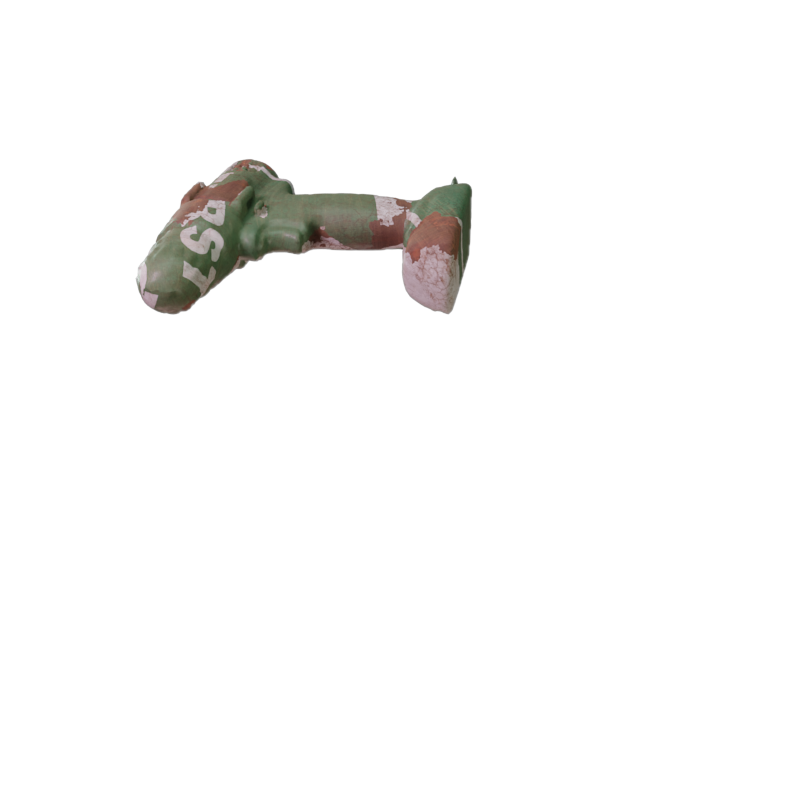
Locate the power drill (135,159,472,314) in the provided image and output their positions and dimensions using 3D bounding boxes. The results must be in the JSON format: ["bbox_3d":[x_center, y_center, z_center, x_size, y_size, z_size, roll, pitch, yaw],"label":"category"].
[{"bbox_3d":[-0.054,-0.099,0.696,0.191,0.054,0.192,7,33,11],"label":"power drill"}]
